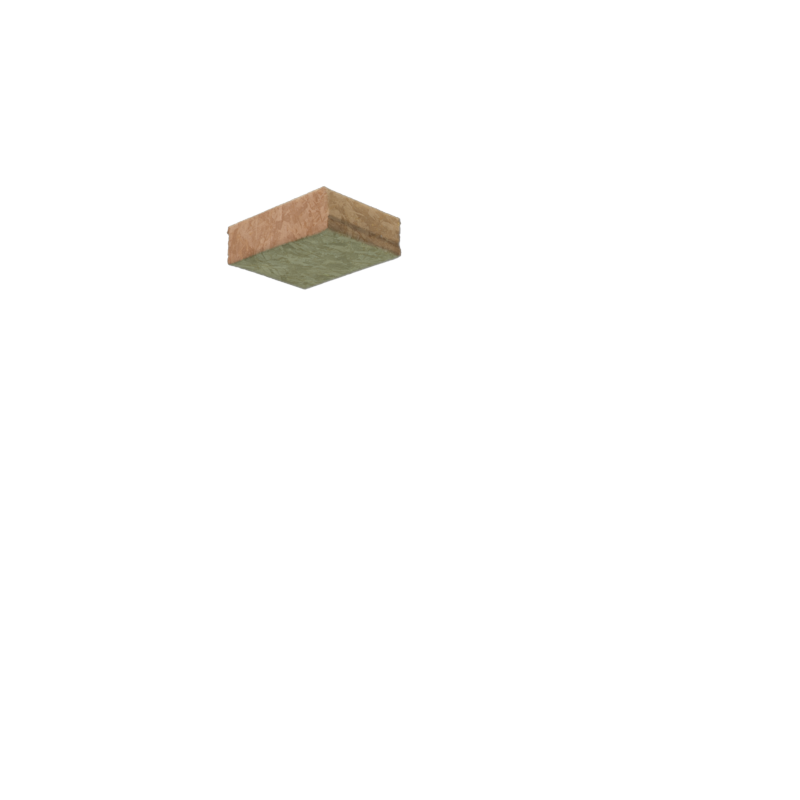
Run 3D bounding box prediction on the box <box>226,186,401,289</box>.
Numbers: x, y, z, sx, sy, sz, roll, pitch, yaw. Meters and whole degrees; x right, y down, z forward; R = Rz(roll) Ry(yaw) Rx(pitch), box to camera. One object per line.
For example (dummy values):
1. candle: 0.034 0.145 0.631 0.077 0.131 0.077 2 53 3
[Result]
1. box: -0.069 -0.127 0.886 0.116 0.040 0.085 -12 -18 41
